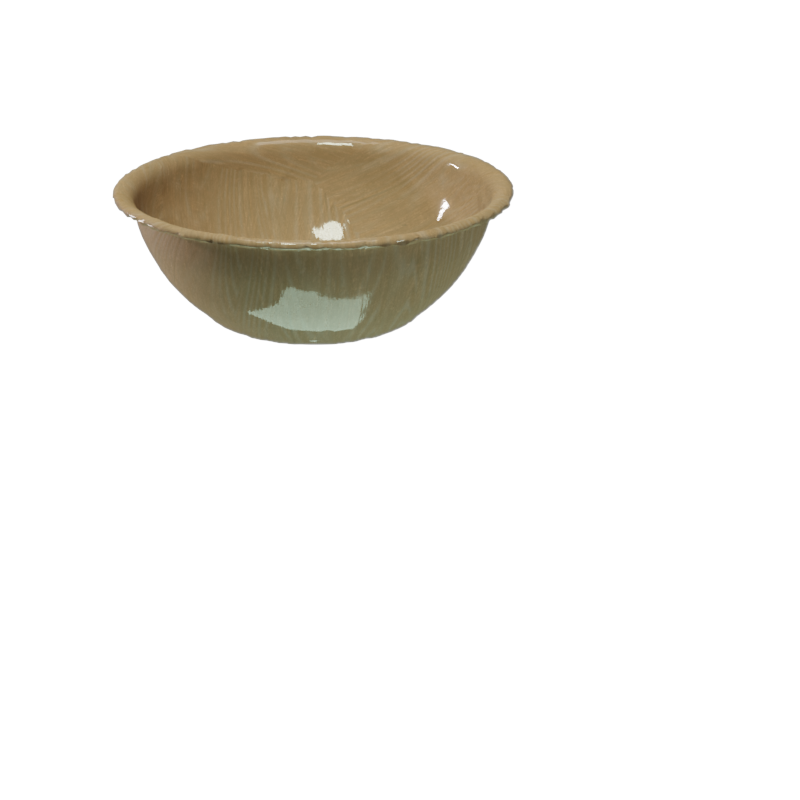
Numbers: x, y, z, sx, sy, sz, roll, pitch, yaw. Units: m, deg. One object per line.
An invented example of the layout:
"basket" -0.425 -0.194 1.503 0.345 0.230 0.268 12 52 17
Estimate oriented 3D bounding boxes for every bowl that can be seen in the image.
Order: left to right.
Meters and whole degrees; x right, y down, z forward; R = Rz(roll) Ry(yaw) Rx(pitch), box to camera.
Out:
"bowl" -0.036 -0.066 0.461 0.162 0.052 0.170 -1 25 -2
